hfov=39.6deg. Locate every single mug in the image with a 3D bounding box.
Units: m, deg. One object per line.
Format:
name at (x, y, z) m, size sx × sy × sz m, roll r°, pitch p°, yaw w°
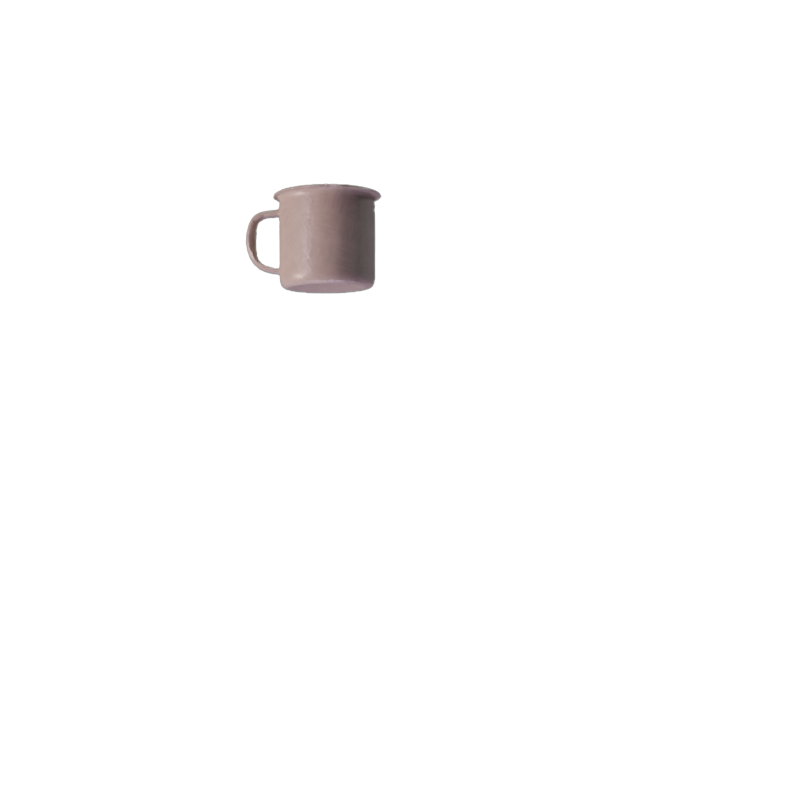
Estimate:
mug at (-0.074, -0.136, 0.950) m, size 0.118 × 0.083 × 0.091 m, roll 0°, pitch -5°, yaw 3°
